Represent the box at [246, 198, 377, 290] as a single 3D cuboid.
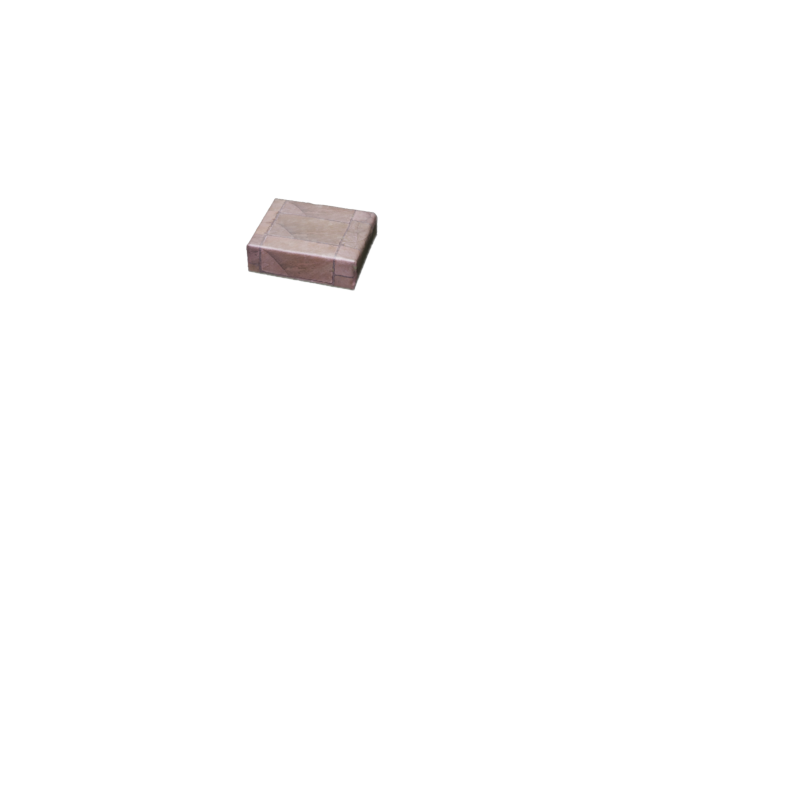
[{"bbox_3d":[-0.069,-0.126,0.880,0.091,0.028,0.077,9,40,11],"label":"box"}]
